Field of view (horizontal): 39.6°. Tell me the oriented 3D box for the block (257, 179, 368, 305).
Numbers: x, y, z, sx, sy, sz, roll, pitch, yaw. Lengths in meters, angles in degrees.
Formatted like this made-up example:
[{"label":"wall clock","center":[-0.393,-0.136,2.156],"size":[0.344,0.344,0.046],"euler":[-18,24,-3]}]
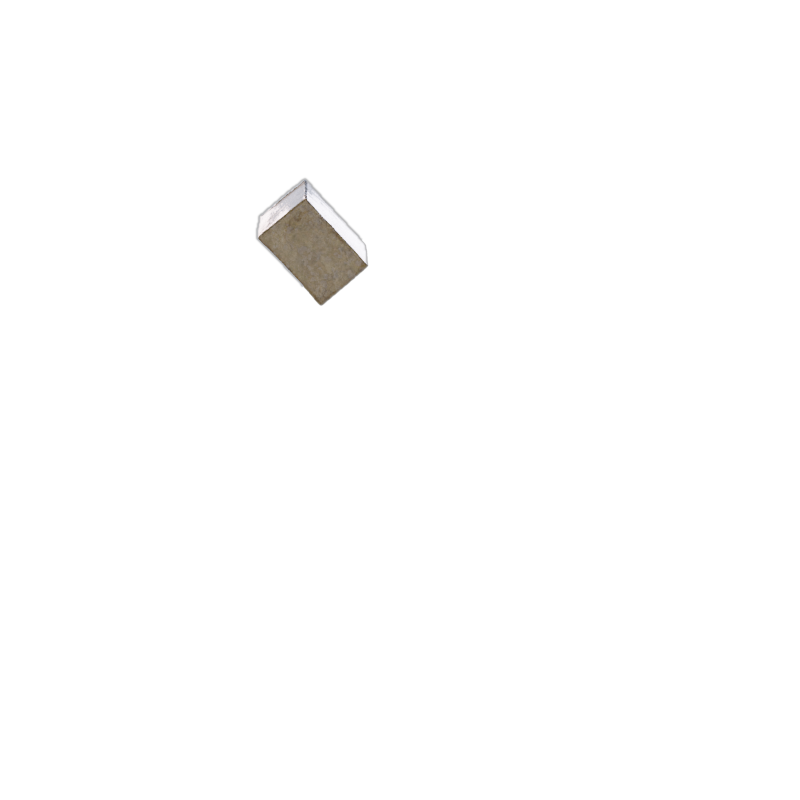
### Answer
[{"label":"block","center":[-0.070,-0.127,0.888],"size":[0.052,0.075,0.054],"euler":[-38,18,13]}]
